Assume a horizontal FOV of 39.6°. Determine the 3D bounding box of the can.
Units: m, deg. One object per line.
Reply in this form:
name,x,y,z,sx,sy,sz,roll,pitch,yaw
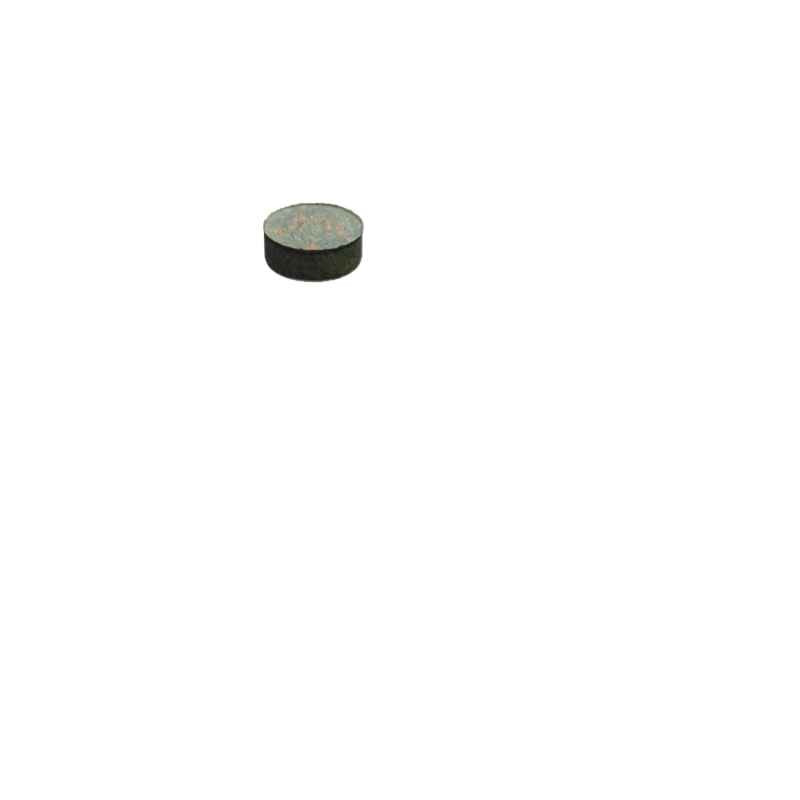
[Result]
can,-0.074,-0.135,0.947,0.086,0.031,0.092,-1,34,-2
